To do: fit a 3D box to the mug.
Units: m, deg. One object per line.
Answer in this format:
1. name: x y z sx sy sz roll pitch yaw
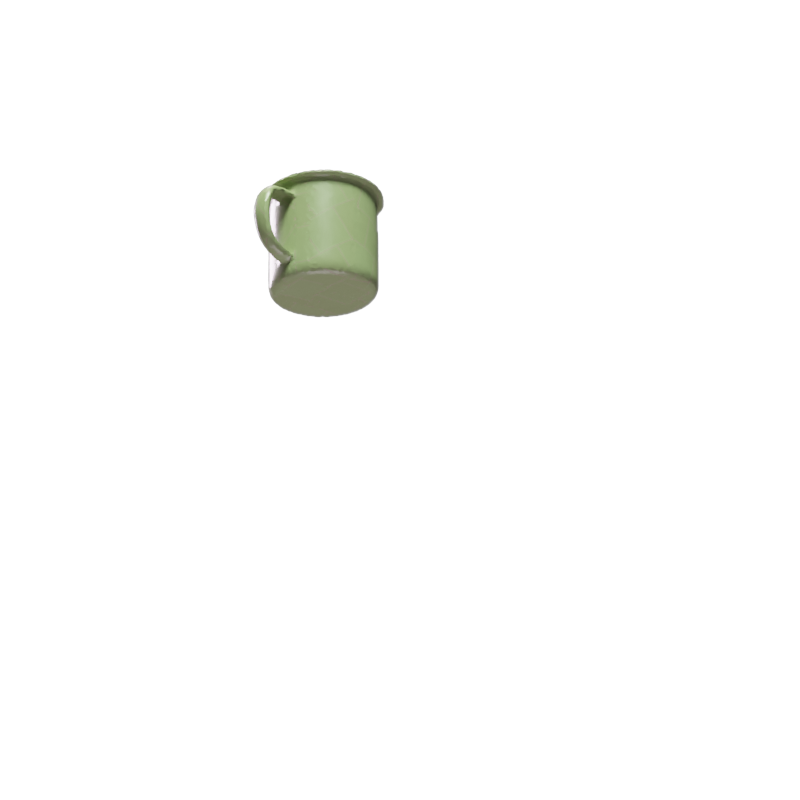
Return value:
1. mug: -0.064 -0.118 0.824 0.094 0.086 0.109 -18 -30 32
